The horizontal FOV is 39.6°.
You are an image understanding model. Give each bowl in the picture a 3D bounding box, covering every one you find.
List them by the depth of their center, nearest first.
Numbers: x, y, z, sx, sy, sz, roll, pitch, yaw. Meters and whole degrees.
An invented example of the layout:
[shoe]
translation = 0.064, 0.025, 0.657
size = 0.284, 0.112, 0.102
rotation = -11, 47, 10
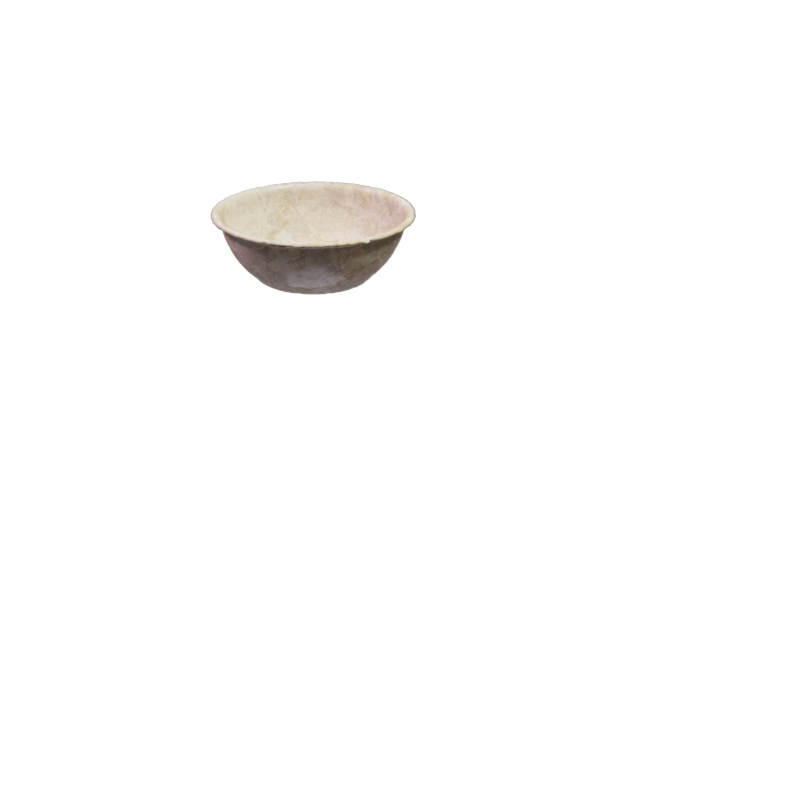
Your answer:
[bowl]
translation = -0.069, -0.126, 0.879
size = 0.162, 0.052, 0.171
rotation = -1, 26, -2
